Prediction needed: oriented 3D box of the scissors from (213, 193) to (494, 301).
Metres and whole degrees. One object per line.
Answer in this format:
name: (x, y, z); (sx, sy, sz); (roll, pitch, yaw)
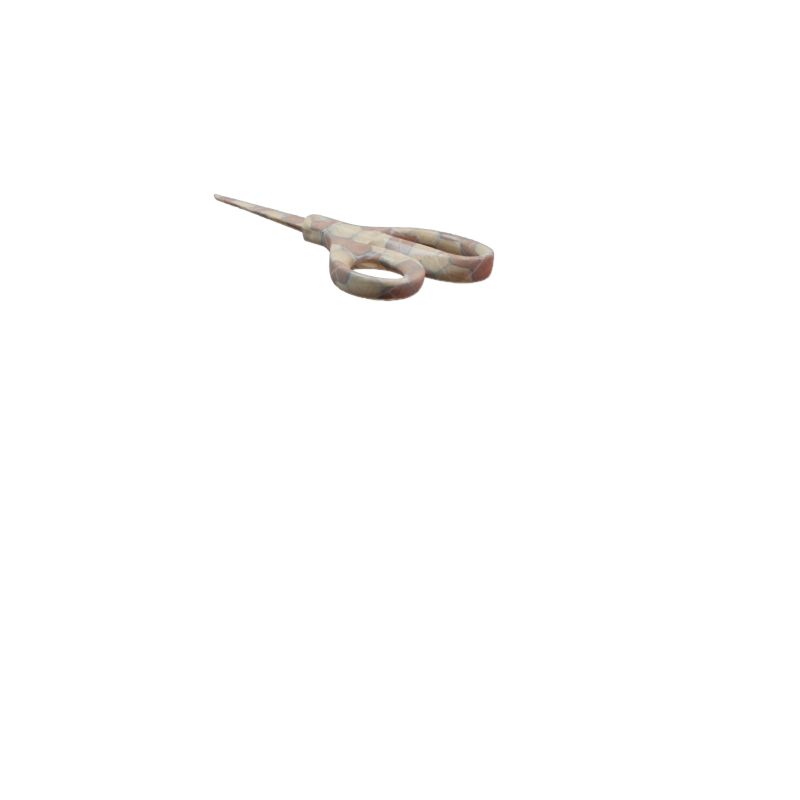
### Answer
scissors: (-0.049, -0.089, 0.620); (0.211, 0.015, 0.097); (14, 29, 27)
